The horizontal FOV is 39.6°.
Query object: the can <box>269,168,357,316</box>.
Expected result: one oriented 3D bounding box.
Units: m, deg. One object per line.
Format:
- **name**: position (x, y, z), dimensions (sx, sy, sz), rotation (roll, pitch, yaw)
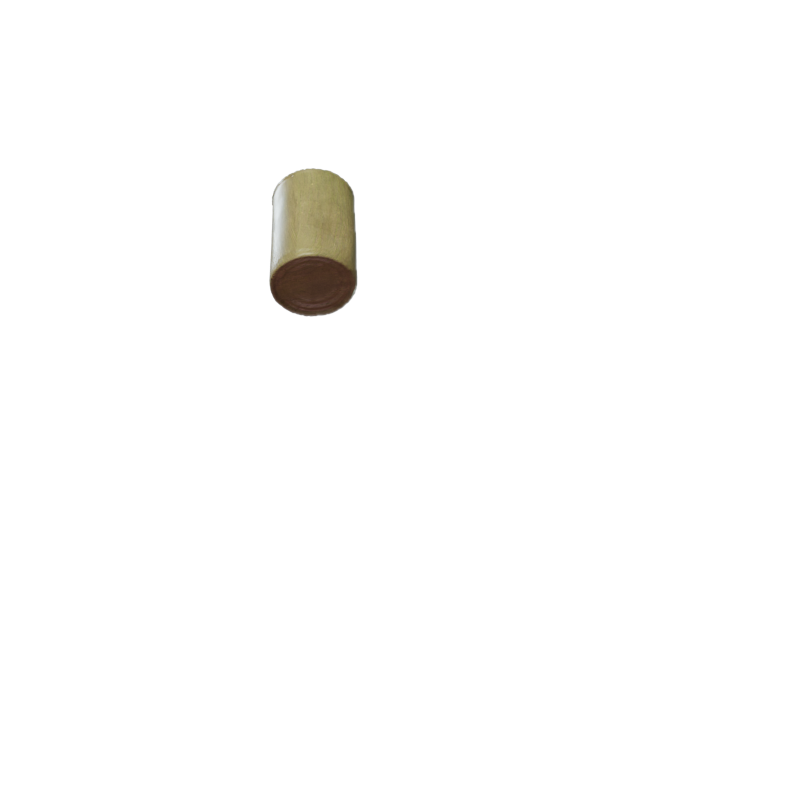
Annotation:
- **can**: position (-0.068, -0.124, 0.871), dimensions (0.068, 0.110, 0.064), rotation (-1, -44, -3)
